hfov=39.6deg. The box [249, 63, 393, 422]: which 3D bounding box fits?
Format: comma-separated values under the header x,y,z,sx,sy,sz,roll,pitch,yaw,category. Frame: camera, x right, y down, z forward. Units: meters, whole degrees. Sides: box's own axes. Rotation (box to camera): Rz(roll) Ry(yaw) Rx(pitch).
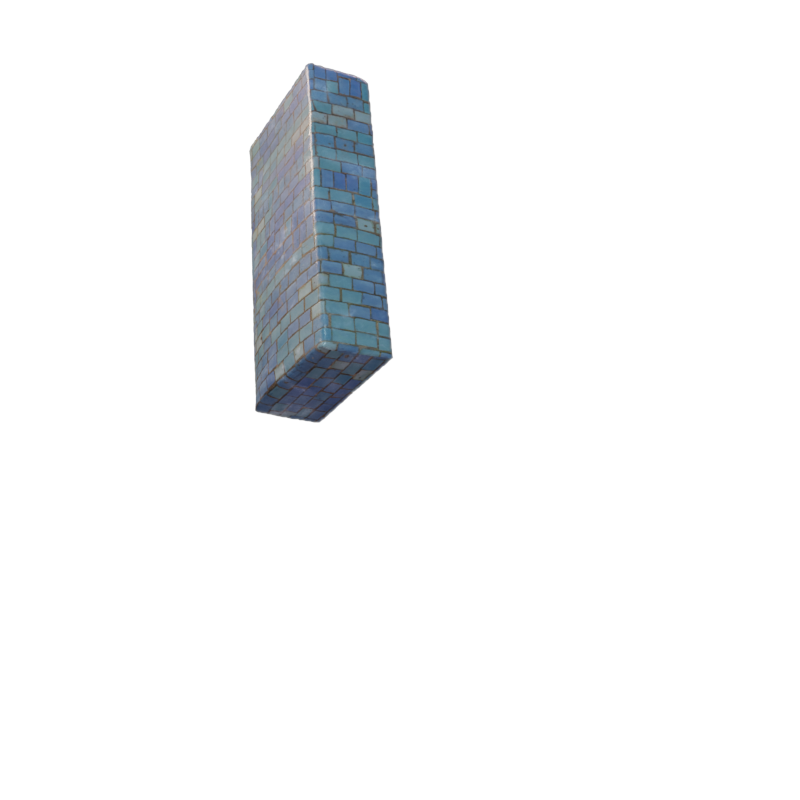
x,y,z,sx,sy,sz,roll,pitch,yaw,category
-0.047,-0.087,0.611,0.046,0.187,0.091,13,-32,-25,box
